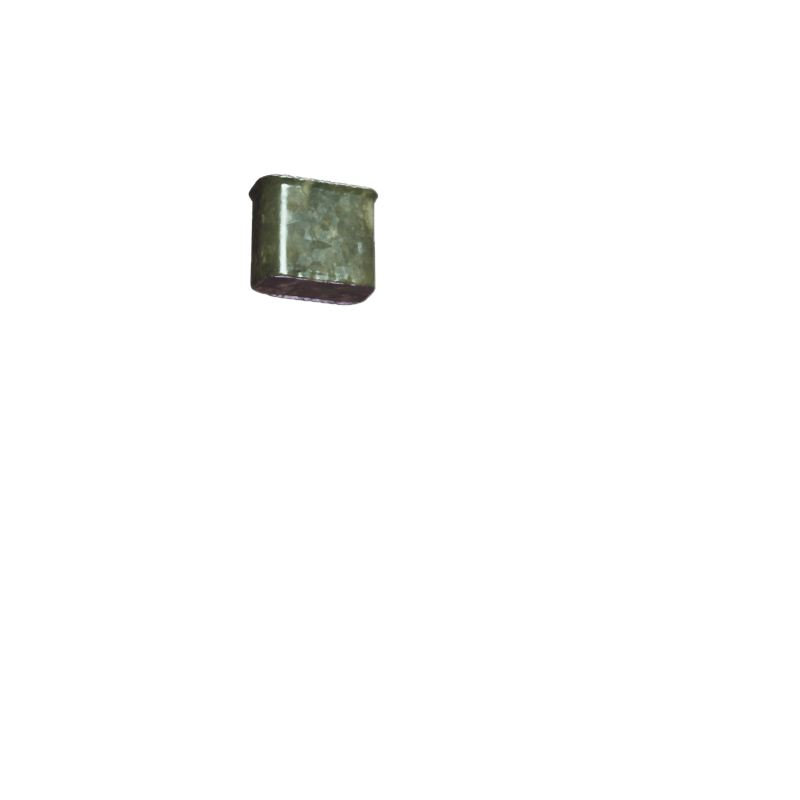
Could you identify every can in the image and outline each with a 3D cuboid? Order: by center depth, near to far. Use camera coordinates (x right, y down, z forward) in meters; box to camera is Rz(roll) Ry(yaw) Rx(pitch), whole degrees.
[{"bbox_3d":[-0.069,-0.125,0.879,0.099,0.088,0.057,6,-20,-20],"label":"can"}]
